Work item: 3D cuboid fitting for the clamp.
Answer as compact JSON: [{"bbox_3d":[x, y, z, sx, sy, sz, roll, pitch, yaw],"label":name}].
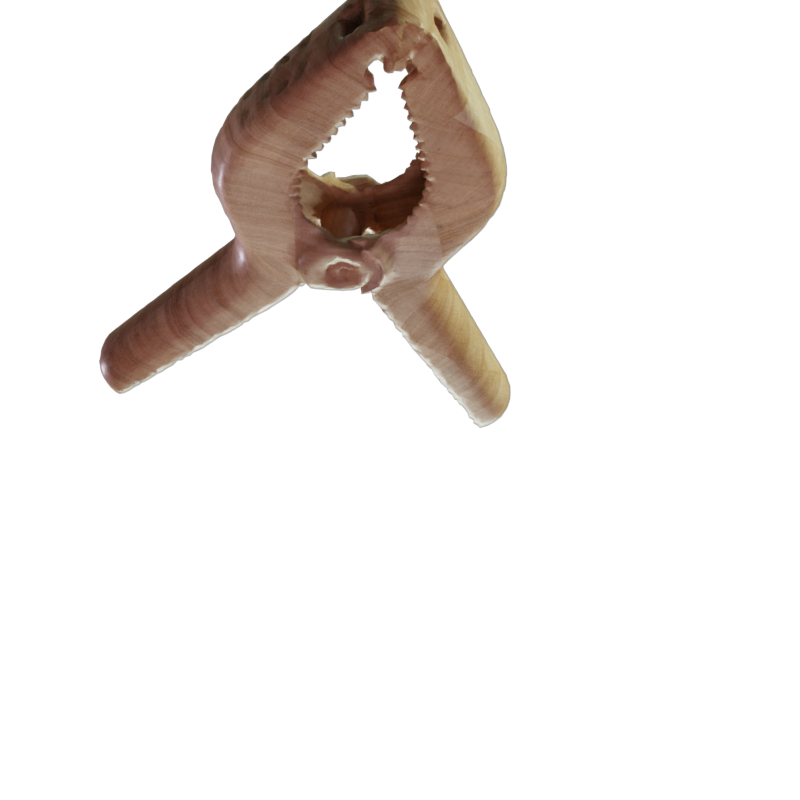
[{"bbox_3d":[-0.030,-0.055,0.382,0.164,0.039,0.196,2,-36,-3],"label":"clamp"}]
